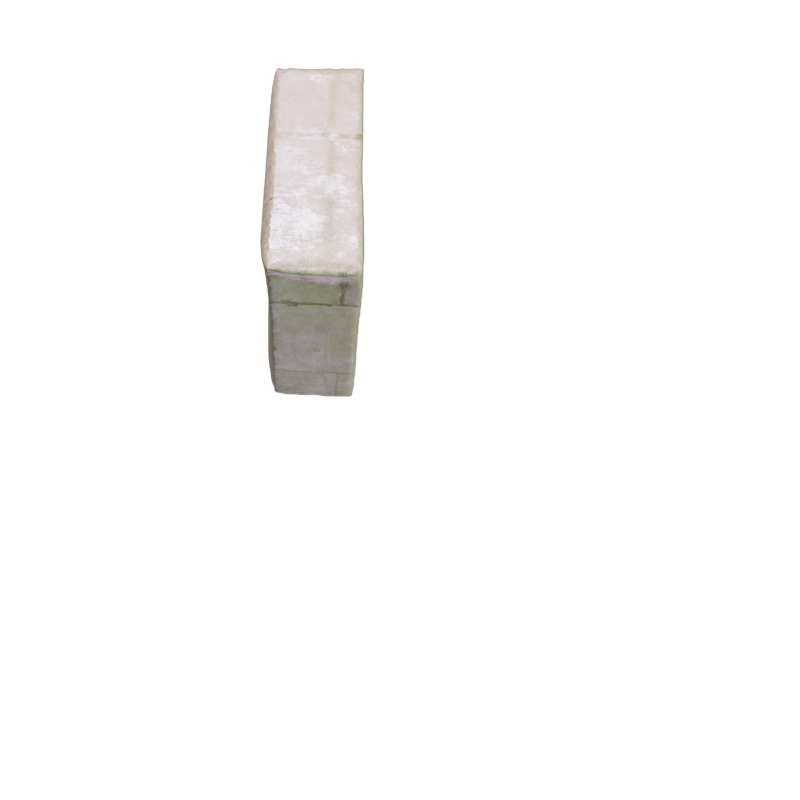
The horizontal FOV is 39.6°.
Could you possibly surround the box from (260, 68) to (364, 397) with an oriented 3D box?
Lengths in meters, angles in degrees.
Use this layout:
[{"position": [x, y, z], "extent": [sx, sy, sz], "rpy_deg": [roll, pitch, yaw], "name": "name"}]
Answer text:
[{"position": [-0.064, -0.118, 0.824], "extent": [0.072, 0.174, 0.202], "rpy_deg": [1, -25, -4], "name": "box"}]
